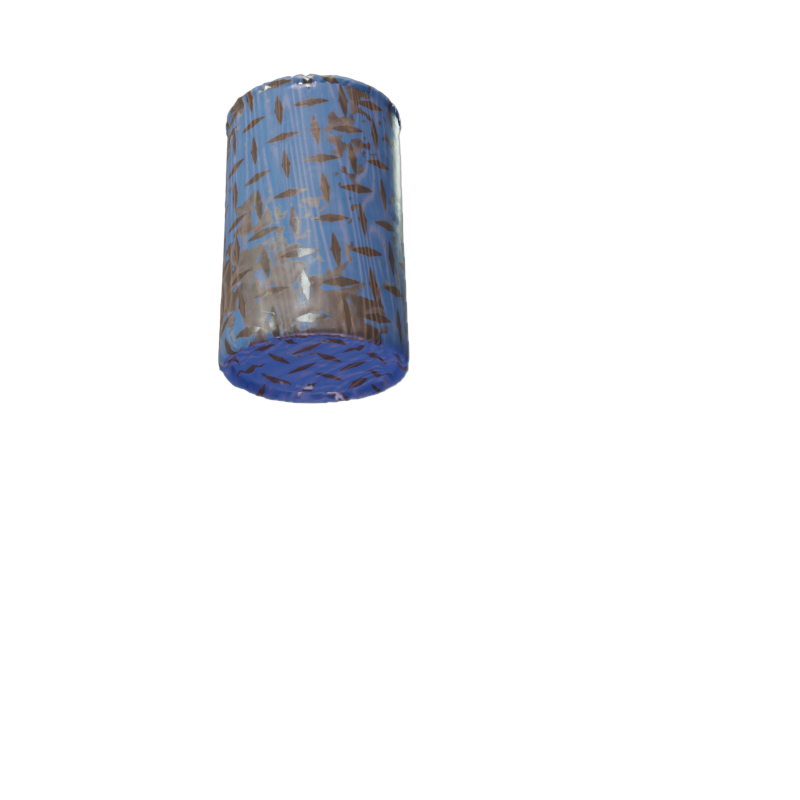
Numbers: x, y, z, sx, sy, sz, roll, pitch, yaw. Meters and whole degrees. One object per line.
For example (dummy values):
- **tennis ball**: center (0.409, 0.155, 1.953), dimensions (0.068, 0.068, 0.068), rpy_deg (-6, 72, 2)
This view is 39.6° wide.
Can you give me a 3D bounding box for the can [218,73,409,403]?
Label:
- **can**: center (-0.032, -0.058, 0.405), dimensions (0.068, 0.108, 0.065), rpy_deg (0, -25, -2)
